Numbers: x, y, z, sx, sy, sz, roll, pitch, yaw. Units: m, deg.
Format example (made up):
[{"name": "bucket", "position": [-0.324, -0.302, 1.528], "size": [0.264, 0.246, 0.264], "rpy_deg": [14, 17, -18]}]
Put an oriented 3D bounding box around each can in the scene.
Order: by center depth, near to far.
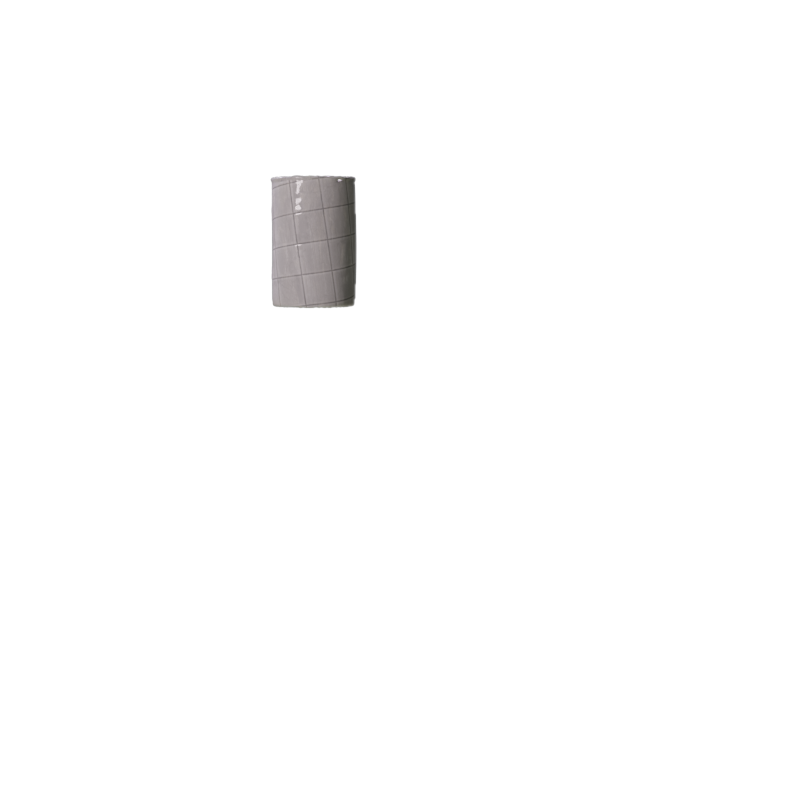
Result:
[{"name": "can", "position": [-0.069, -0.126, 0.882], "size": [0.068, 0.102, 0.069], "rpy_deg": [0, 3, -2]}]
